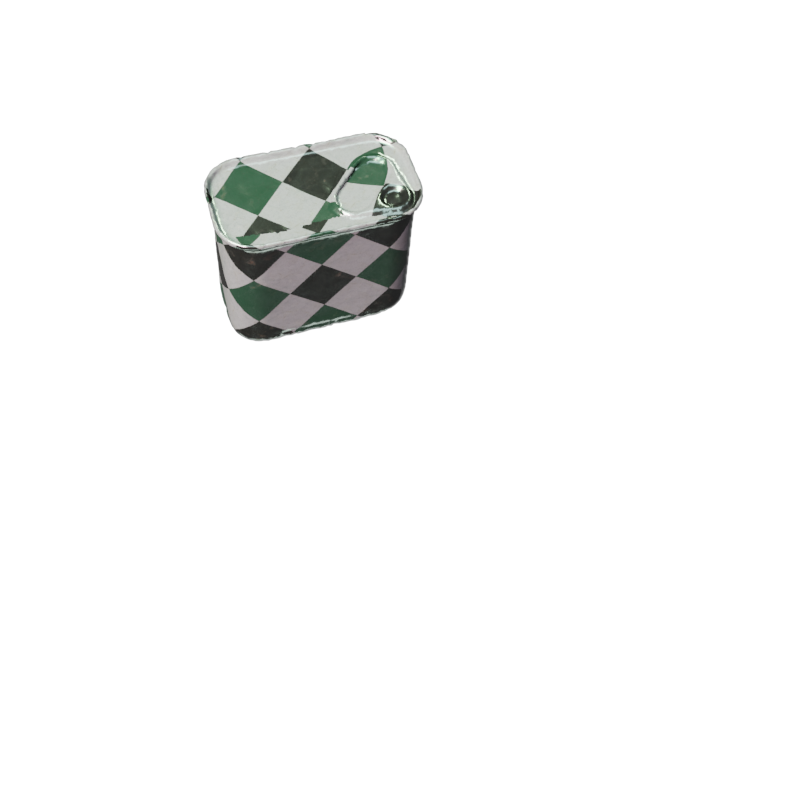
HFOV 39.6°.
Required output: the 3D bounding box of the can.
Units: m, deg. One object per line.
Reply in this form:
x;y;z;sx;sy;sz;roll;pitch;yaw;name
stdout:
-0.044;-0.080;0.560;0.101;0.062;0.078;-13;-33;-11;can
